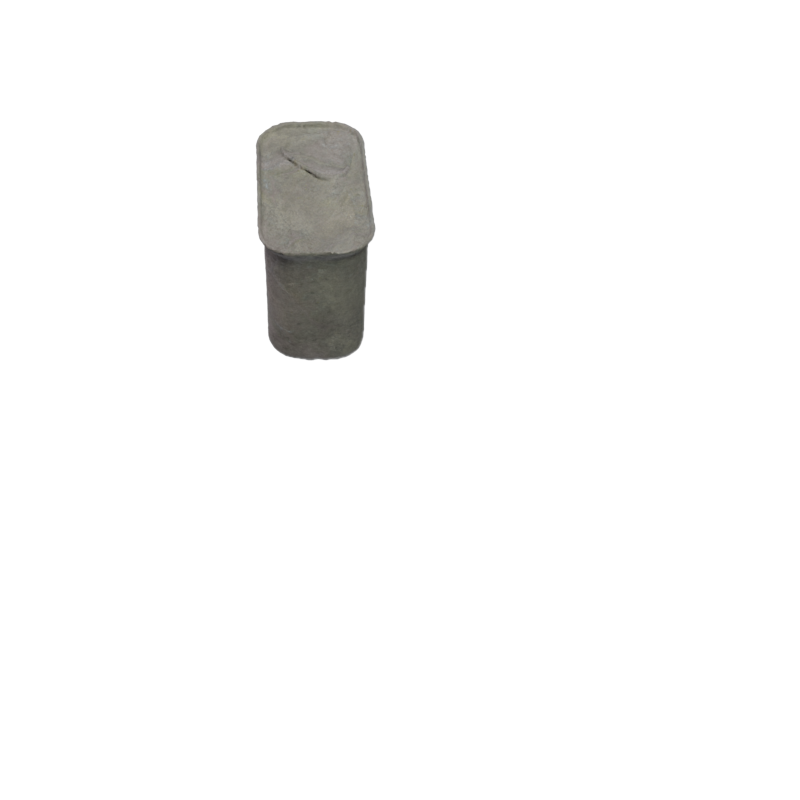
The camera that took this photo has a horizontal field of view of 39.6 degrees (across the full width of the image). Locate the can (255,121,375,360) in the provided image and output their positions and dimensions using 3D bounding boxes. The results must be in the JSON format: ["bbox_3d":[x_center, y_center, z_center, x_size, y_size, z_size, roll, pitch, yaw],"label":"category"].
[{"bbox_3d":[-0.046,-0.084,0.589,0.057,0.110,0.078,-2,-42,-5],"label":"can"}]
